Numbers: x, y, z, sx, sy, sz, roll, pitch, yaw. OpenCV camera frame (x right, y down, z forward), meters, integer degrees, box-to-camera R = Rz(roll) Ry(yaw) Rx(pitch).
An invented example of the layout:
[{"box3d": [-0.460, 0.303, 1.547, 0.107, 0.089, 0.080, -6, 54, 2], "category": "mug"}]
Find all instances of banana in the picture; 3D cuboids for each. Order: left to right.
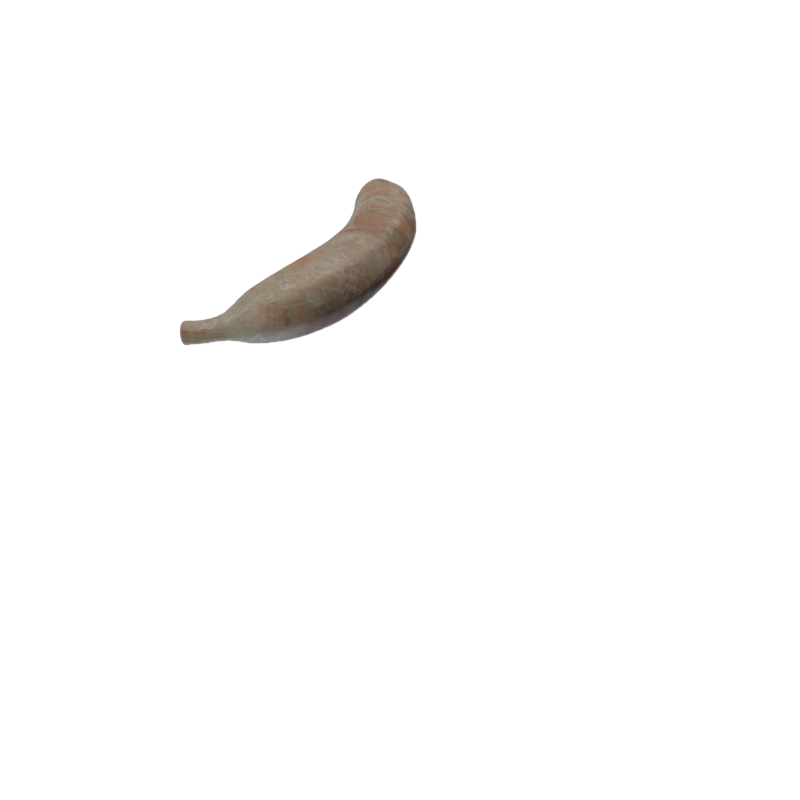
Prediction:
[{"box3d": [-0.032, -0.078, 0.586, 0.073, 0.035, 0.201, 15, 35, 23], "category": "banana"}]
